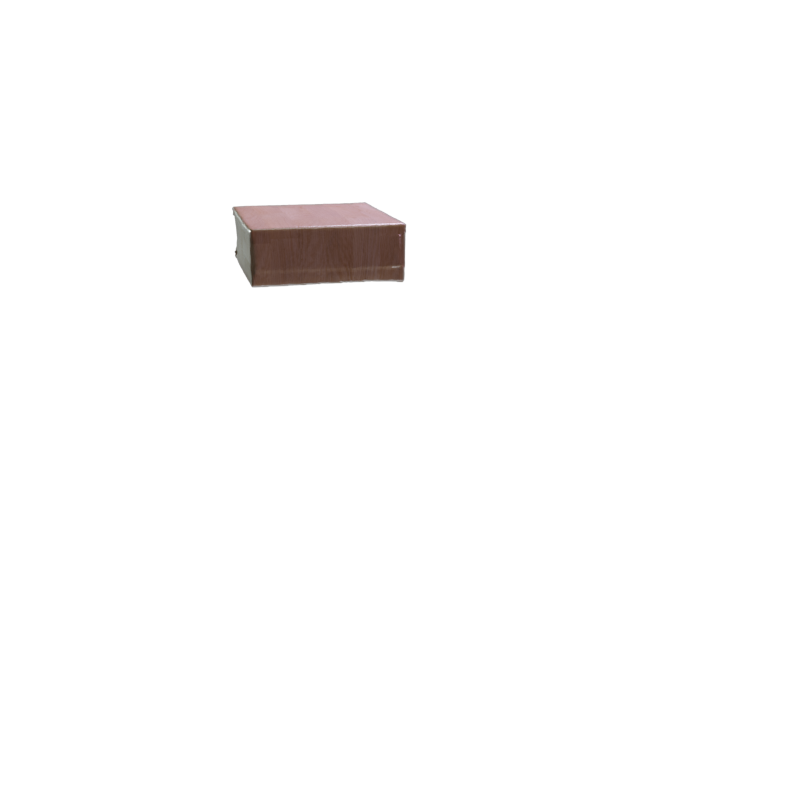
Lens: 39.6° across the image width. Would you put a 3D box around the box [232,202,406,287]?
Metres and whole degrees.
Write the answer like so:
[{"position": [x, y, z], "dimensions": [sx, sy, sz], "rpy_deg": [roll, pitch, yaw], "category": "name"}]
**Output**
[{"position": [-0.052, -0.096, 0.672], "dimensions": [0.089, 0.038, 0.118], "rpy_deg": [-3, 14, -12], "category": "box"}]
